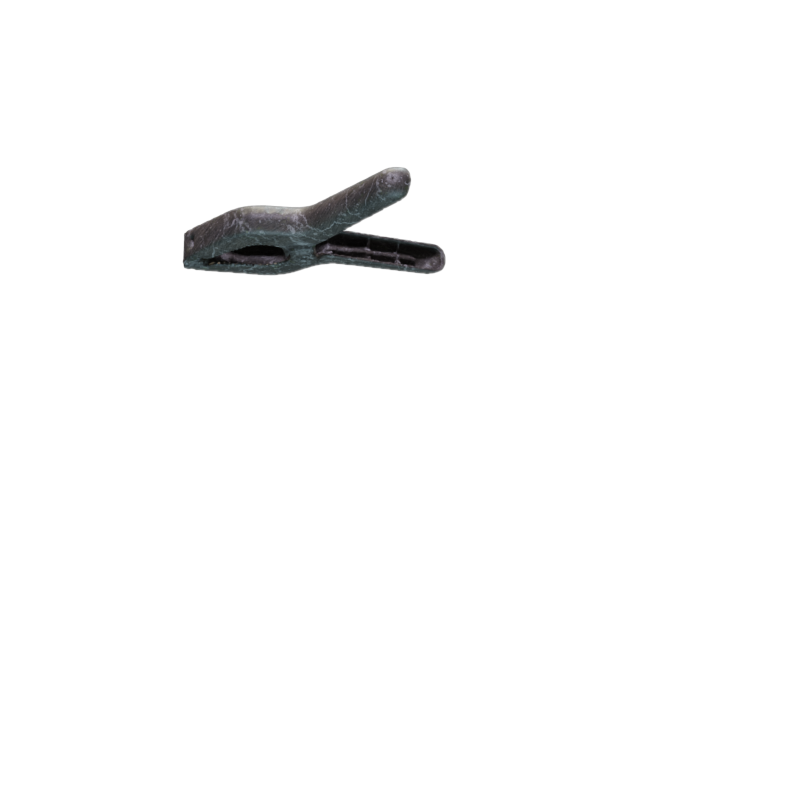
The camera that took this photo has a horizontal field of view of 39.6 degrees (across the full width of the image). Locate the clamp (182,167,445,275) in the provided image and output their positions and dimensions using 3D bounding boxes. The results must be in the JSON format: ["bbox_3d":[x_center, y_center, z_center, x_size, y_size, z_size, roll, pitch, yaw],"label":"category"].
[{"bbox_3d":[-0.069,-0.126,0.884,0.214,0.038,0.154,-7,-19,19],"label":"clamp"}]
